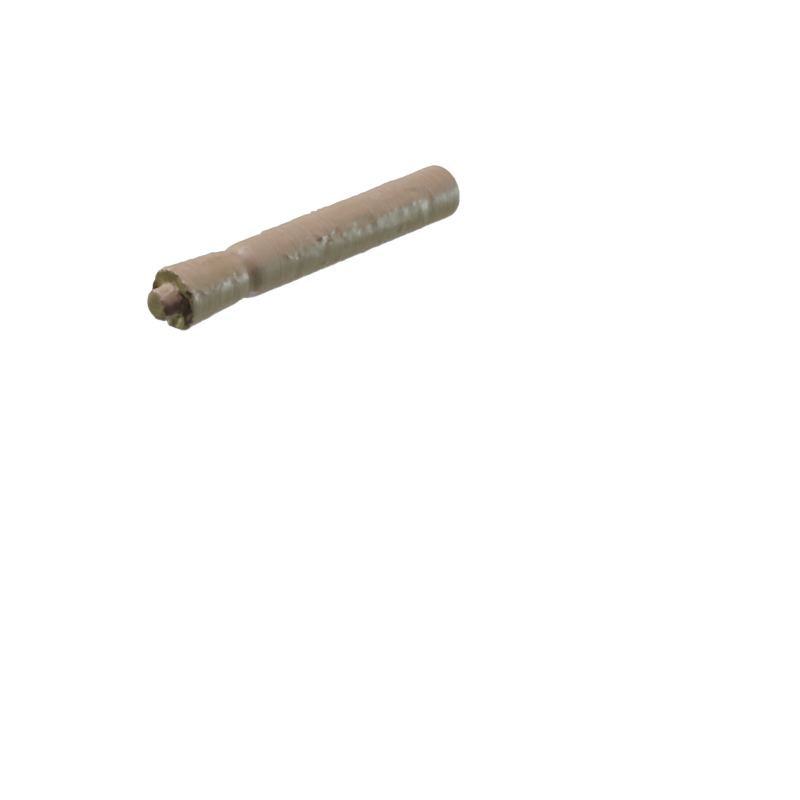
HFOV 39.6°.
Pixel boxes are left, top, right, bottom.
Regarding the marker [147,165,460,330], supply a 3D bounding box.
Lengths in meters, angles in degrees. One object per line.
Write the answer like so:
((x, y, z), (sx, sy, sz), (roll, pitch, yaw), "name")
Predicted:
((-0.027, -0.049, 0.344), (0.021, 0.019, 0.120), (4, 25, 46), "marker")
